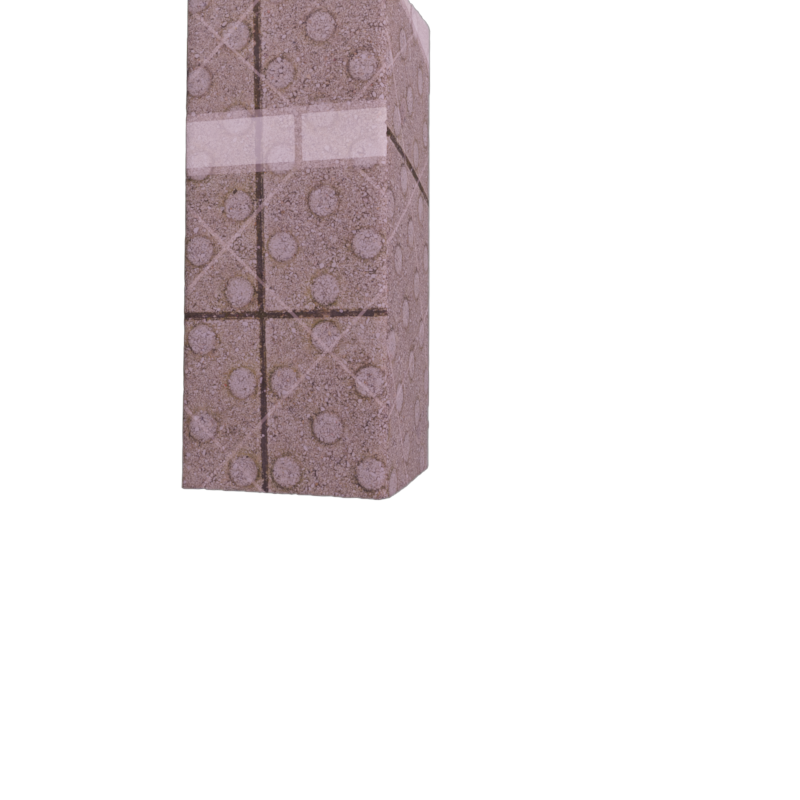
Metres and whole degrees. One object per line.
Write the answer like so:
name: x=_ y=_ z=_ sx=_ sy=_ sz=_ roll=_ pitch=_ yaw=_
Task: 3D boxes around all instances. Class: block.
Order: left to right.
block: x=-0.038 y=-0.070 z=0.489 sx=0.092 sy=0.207 sz=0.088 roll=-1 pitch=-1 yaw=15
